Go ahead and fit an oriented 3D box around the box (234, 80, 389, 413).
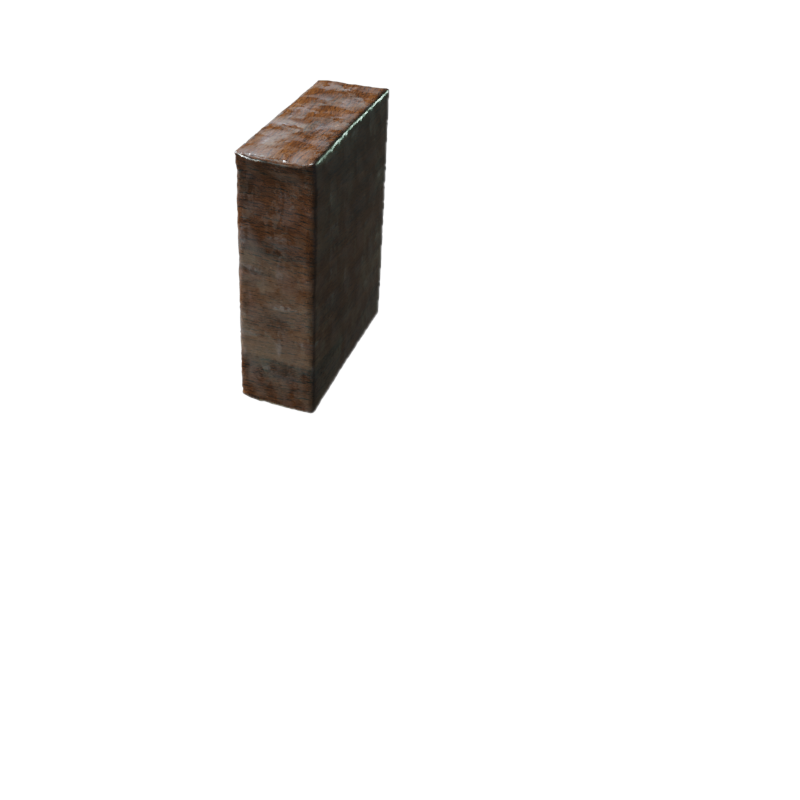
[{"bbox_3d":[-0.069,-0.126,0.880,0.074,0.201,0.170,11,33,14],"label":"box"}]
